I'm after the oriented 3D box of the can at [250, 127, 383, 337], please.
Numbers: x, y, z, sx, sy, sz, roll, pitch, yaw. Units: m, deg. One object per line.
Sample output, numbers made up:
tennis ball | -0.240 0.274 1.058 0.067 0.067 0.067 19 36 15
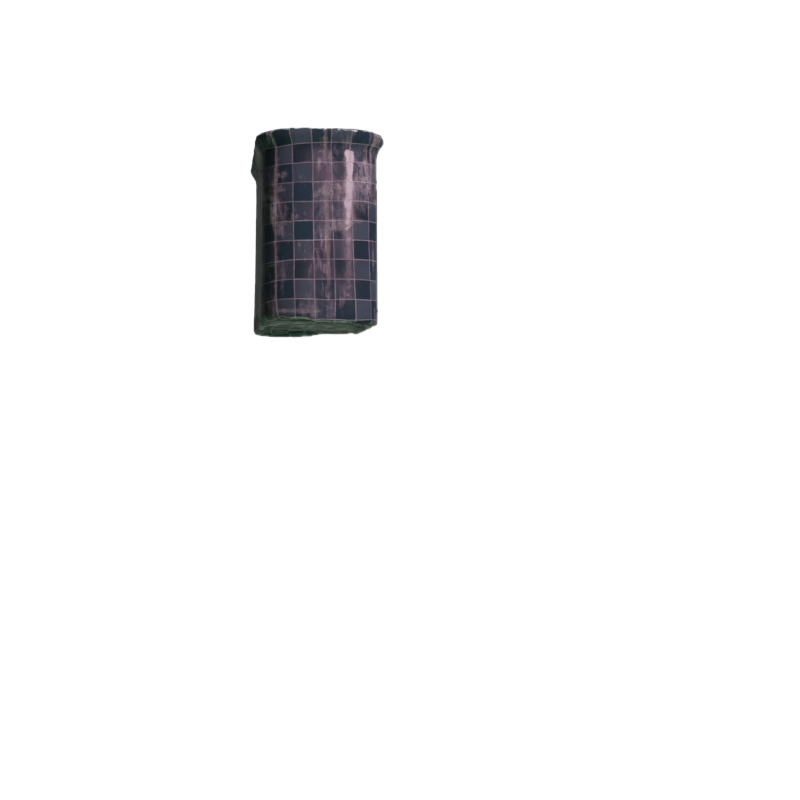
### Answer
can | -0.041 -0.074 0.519 0.057 0.085 0.101 1 -4 -9
